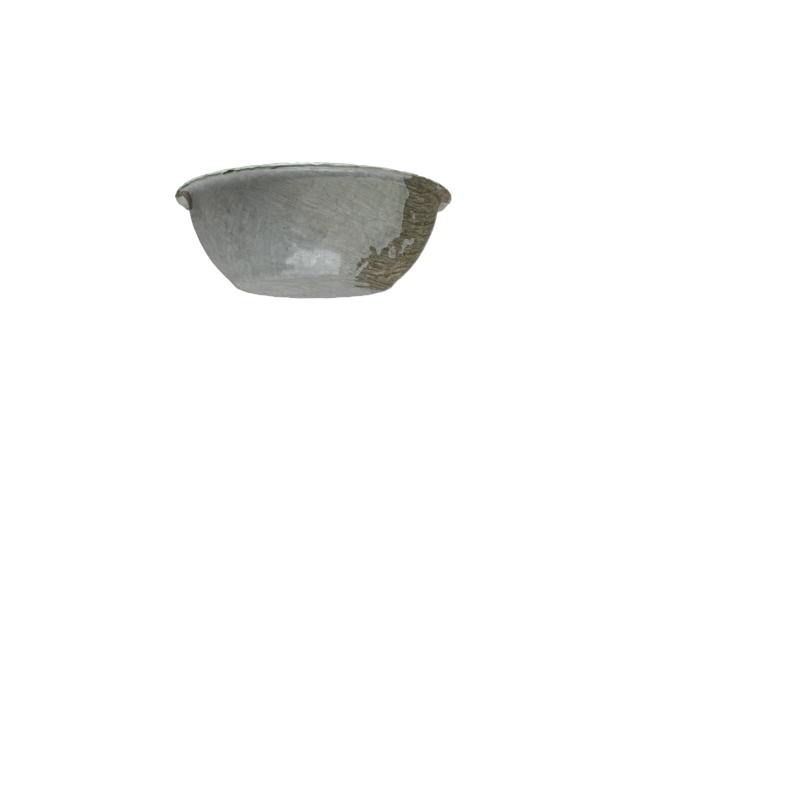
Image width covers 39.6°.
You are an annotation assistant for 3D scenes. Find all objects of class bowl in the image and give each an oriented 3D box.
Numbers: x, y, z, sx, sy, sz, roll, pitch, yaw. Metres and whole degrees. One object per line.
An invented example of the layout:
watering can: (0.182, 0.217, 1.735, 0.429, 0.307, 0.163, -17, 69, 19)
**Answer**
bowl: (-0.051, -0.093, 0.648, 0.162, 0.056, 0.159, 0, -4, -2)
